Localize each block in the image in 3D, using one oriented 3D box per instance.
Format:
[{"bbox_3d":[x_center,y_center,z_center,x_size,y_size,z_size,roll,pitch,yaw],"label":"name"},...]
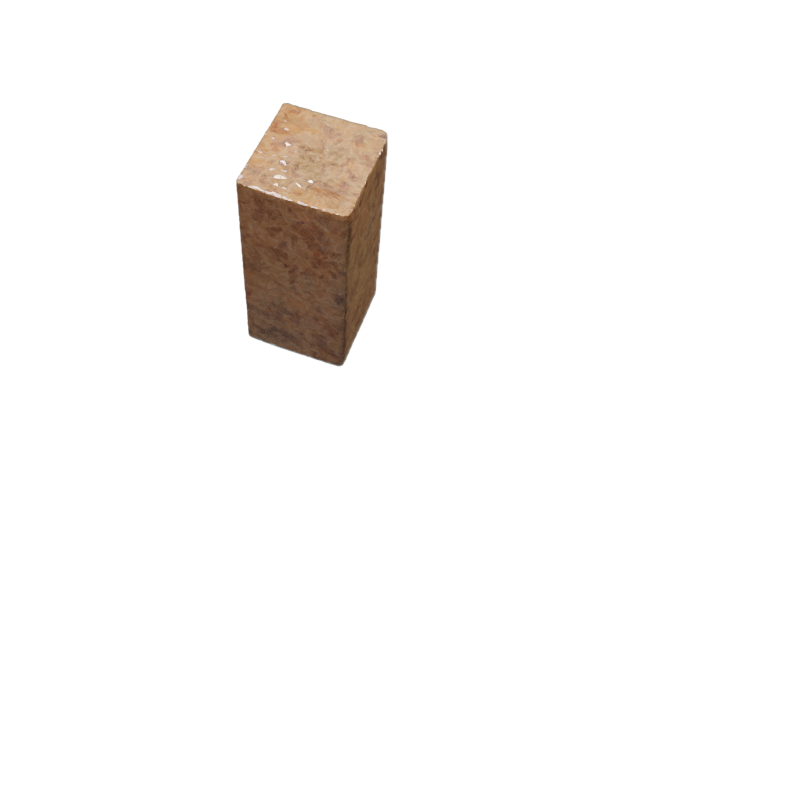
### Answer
[{"bbox_3d":[-0.070,-0.128,0.896,0.092,0.095,0.193,19,-32,9],"label":"block"}]
